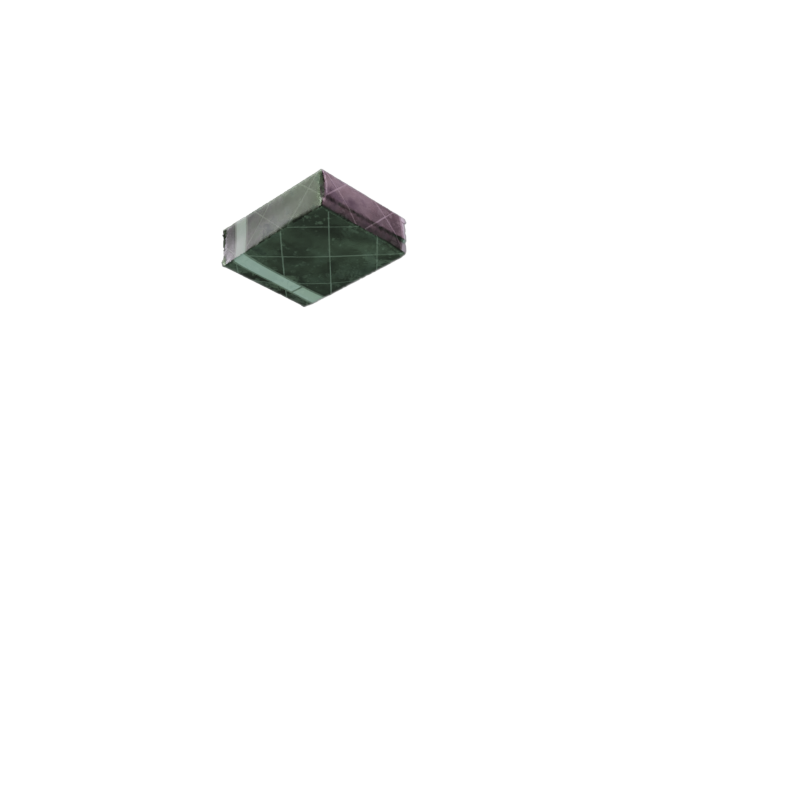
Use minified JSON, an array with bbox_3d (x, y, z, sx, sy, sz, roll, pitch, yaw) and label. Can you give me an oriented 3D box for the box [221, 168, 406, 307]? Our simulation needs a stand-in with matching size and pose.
[{"bbox_3d":[-0.065,-0.119,0.834,0.113,0.041,0.084,-26,-39,36],"label":"box"}]
